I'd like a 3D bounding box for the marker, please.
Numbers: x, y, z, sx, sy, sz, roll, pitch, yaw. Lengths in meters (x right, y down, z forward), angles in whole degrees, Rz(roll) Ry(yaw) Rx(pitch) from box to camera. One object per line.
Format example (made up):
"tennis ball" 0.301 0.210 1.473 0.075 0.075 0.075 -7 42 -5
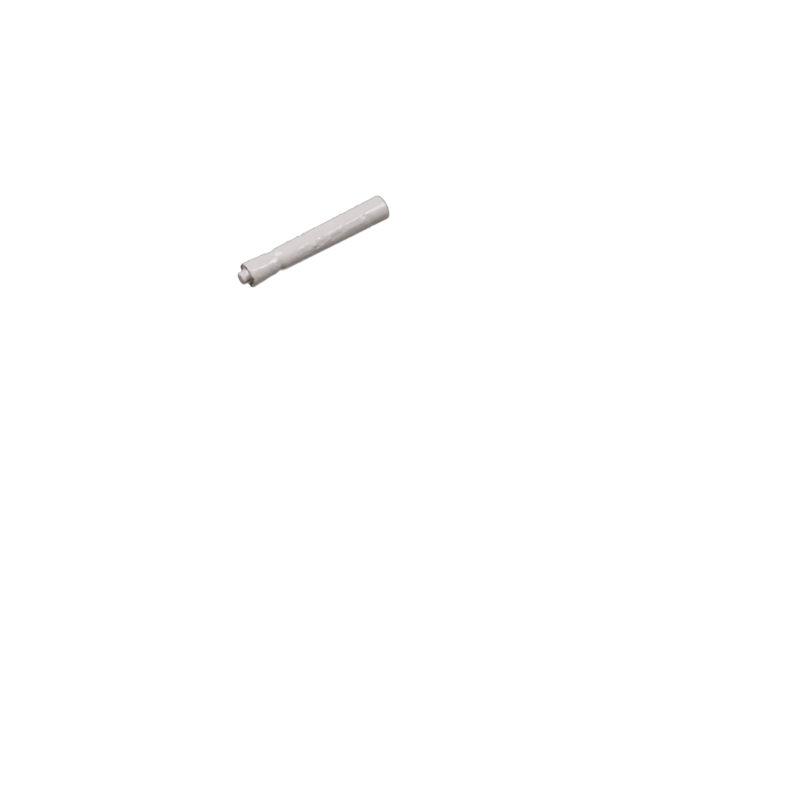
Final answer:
"marker" -0.061 -0.112 0.785 0.121 0.019 0.020 -30 16 -21
